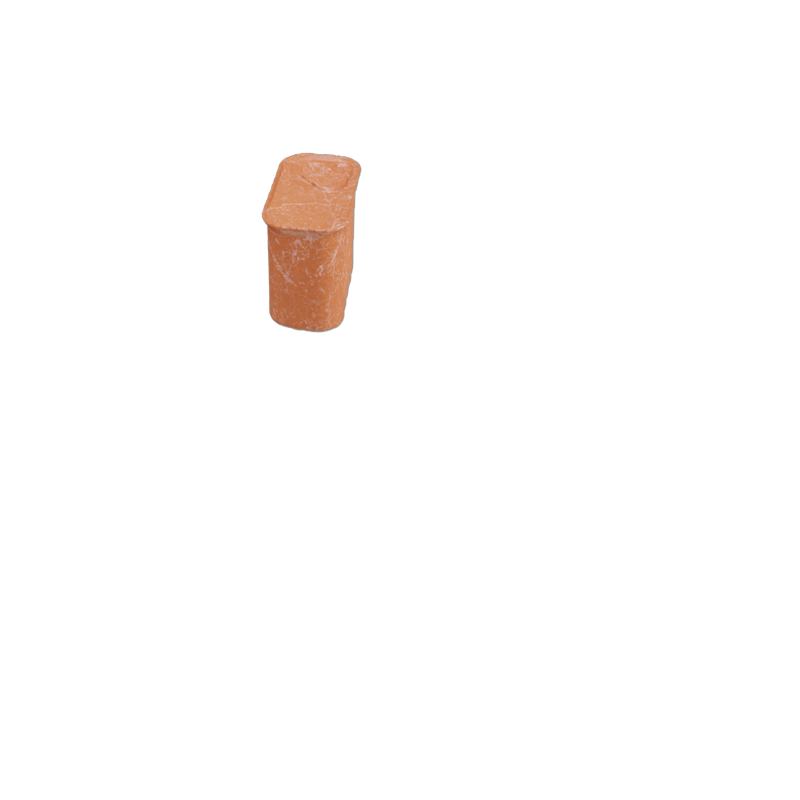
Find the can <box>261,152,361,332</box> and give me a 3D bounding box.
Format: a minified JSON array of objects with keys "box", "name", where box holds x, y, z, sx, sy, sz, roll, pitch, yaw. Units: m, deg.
[{"box":[-0.059,-0.108,0.759,0.058,0.078,0.108,4,37,3],"name":"can"}]
